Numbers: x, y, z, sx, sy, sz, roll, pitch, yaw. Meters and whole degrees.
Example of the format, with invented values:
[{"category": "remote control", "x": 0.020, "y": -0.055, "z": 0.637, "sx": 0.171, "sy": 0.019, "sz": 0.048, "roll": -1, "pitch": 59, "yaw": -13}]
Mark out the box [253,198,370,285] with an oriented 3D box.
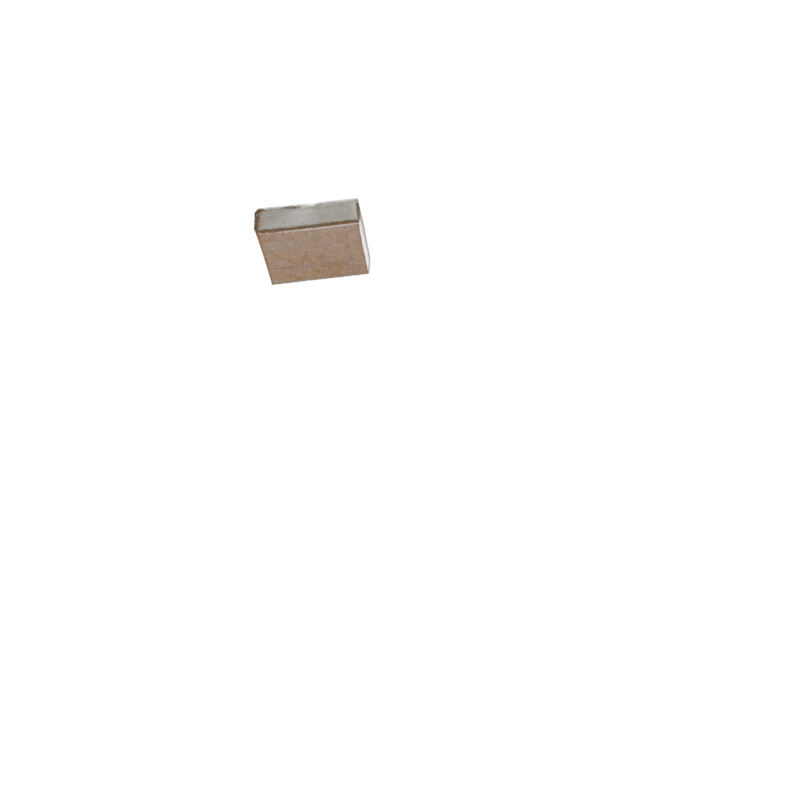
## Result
[{"category": "box", "x": -0.074, "y": -0.135, "z": 0.943, "sx": 0.090, "sy": 0.032, "sz": 0.068, "roll": -5, "pitch": -34, "yaw": 7}]
